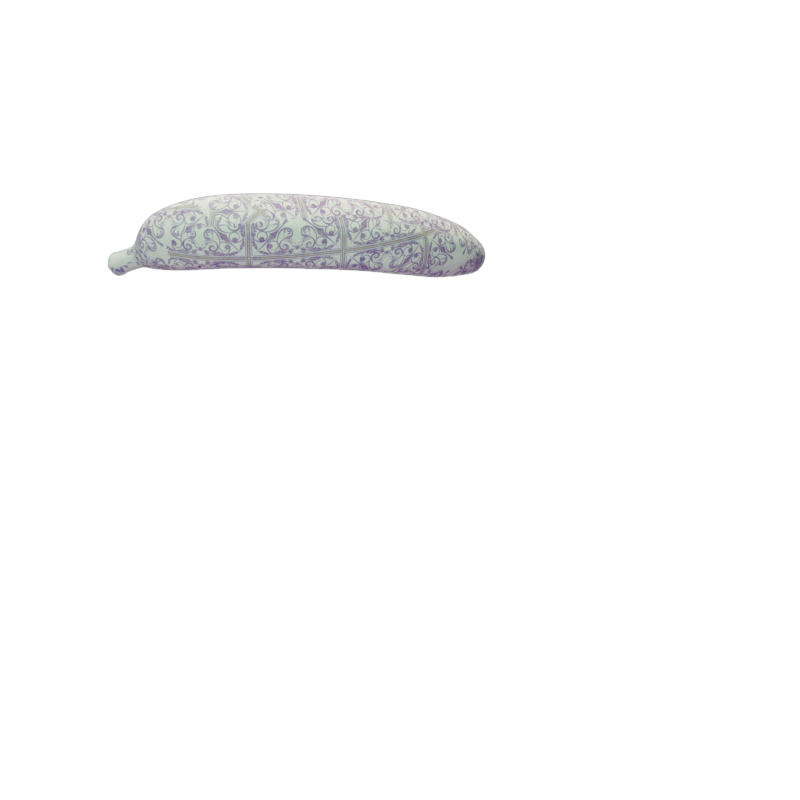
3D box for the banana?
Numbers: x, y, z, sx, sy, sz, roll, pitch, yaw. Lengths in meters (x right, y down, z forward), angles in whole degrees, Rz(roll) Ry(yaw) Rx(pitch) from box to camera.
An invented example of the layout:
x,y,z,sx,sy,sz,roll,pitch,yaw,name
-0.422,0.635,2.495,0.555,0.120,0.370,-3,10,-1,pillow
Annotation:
x,y,z,sx,sy,sz,roll,pitch,yaw,name
-0.043,-0.081,0.548,0.194,0.037,0.070,0,-1,-13,banana
